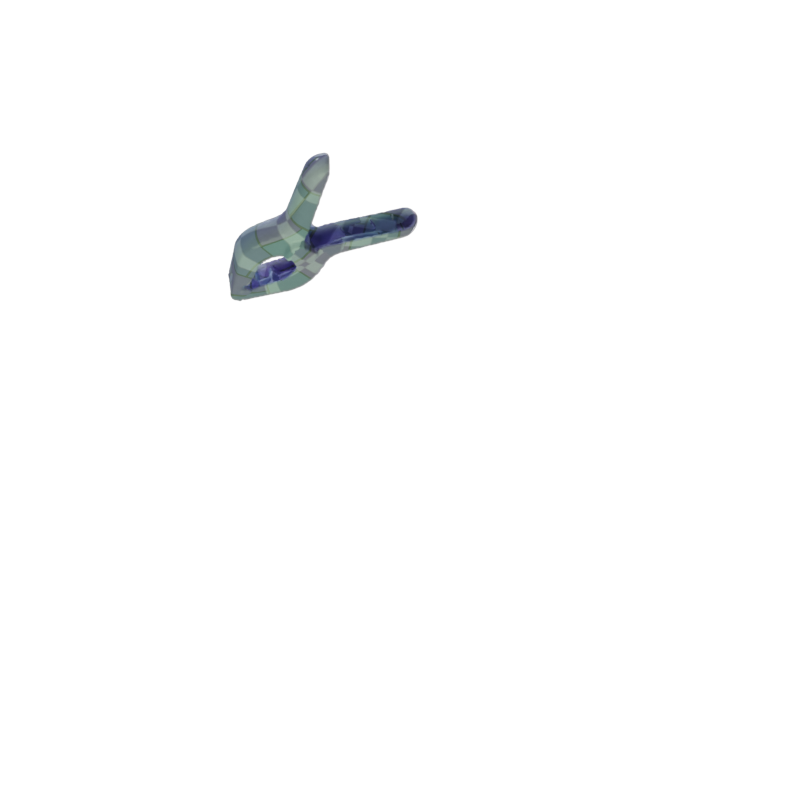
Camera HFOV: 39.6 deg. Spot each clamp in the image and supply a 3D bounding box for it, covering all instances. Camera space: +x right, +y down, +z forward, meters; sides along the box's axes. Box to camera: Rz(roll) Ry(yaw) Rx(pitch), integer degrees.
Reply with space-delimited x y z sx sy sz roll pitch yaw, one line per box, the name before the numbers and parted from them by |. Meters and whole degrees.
clamp | -0.072 -0.132 0.925 0.113 0.042 0.169 26 -44 -31
